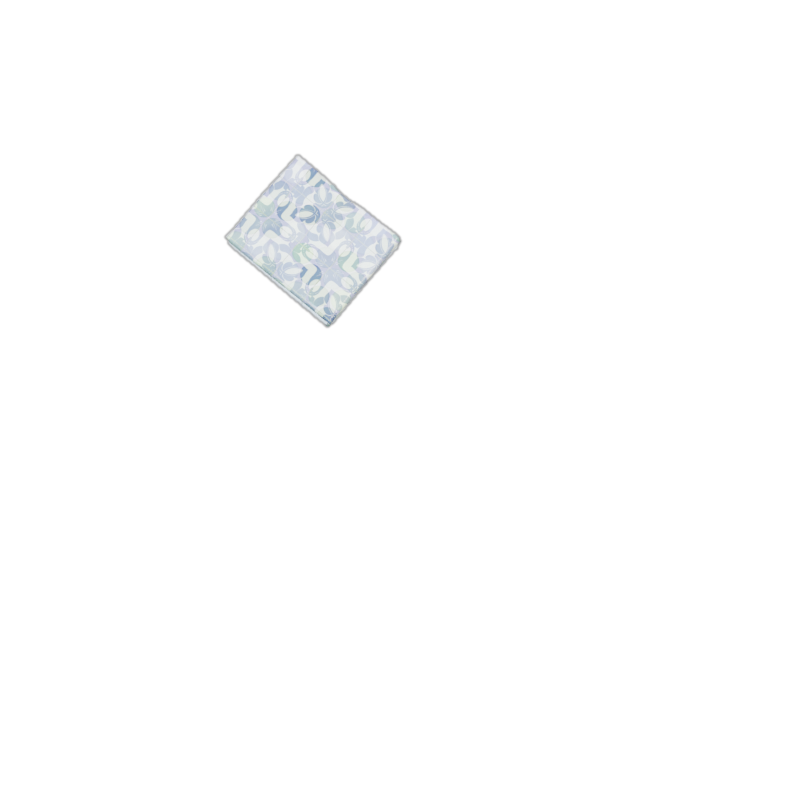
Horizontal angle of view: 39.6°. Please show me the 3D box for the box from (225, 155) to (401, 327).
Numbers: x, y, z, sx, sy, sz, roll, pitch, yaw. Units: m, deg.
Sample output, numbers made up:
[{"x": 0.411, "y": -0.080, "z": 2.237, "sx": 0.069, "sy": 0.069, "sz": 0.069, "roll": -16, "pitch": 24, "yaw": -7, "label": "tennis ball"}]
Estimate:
[{"x": -0.056, "y": -0.103, "z": 0.720, "sx": 0.091, "sy": 0.074, "sz": 0.029, "roll": 40, "pitch": -7, "yaw": 5, "label": "box"}]
